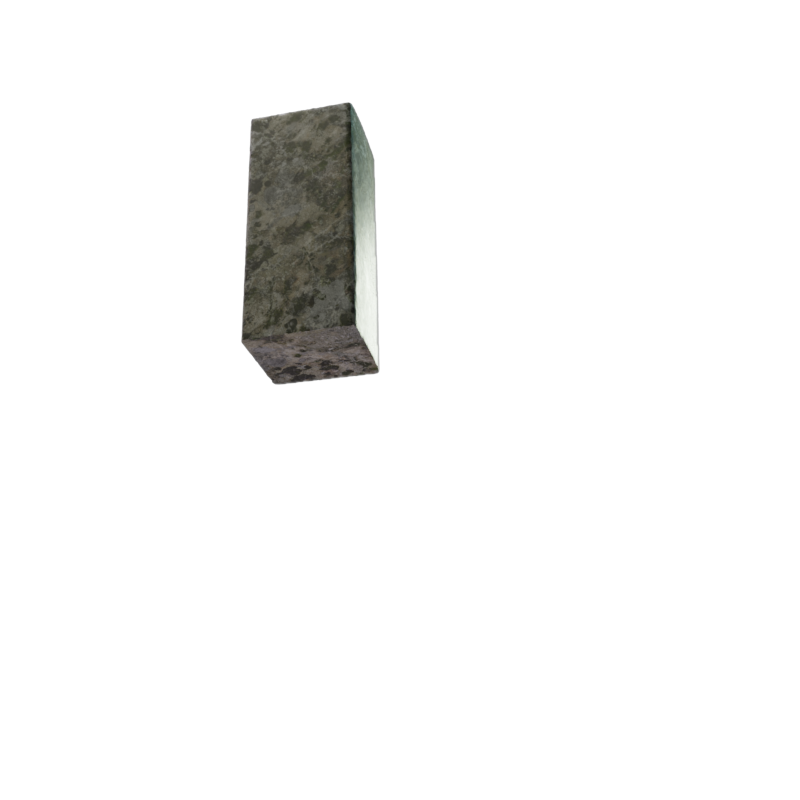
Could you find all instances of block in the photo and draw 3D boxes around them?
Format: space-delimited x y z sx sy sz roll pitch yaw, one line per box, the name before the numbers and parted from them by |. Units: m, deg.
block | -0.070 -0.129 0.903 0.092 0.219 0.084 -8 -29 11
